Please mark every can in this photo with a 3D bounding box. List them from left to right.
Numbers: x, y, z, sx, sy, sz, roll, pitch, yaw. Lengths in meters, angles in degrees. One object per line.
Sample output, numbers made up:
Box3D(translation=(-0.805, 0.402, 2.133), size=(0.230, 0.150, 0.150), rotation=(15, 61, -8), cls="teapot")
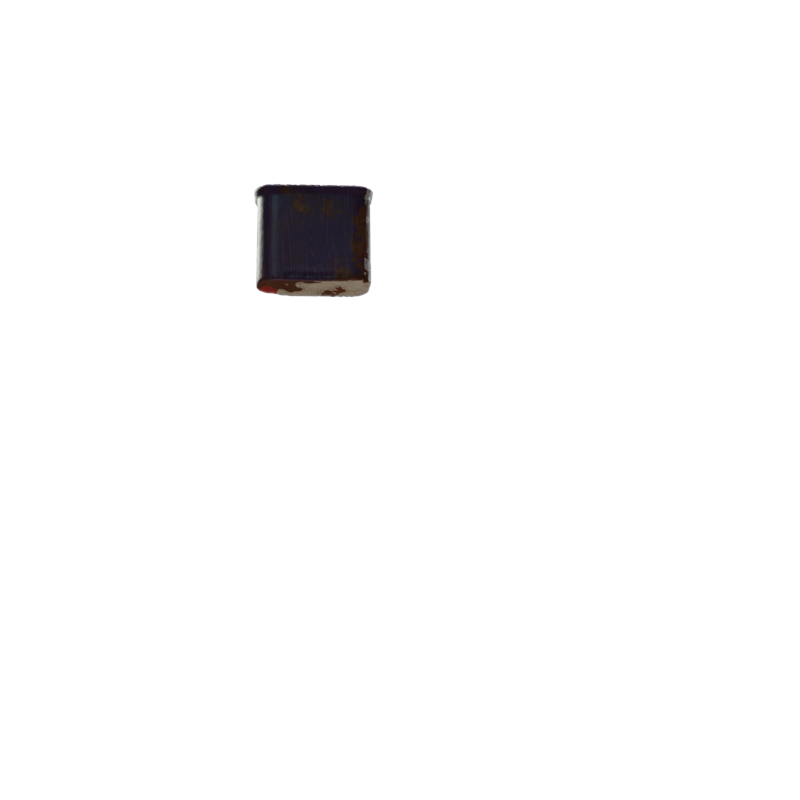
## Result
Box3D(translation=(-0.074, -0.135, 0.946), size=(0.101, 0.087, 0.055), rotation=(0, -16, -3), cls="can")
